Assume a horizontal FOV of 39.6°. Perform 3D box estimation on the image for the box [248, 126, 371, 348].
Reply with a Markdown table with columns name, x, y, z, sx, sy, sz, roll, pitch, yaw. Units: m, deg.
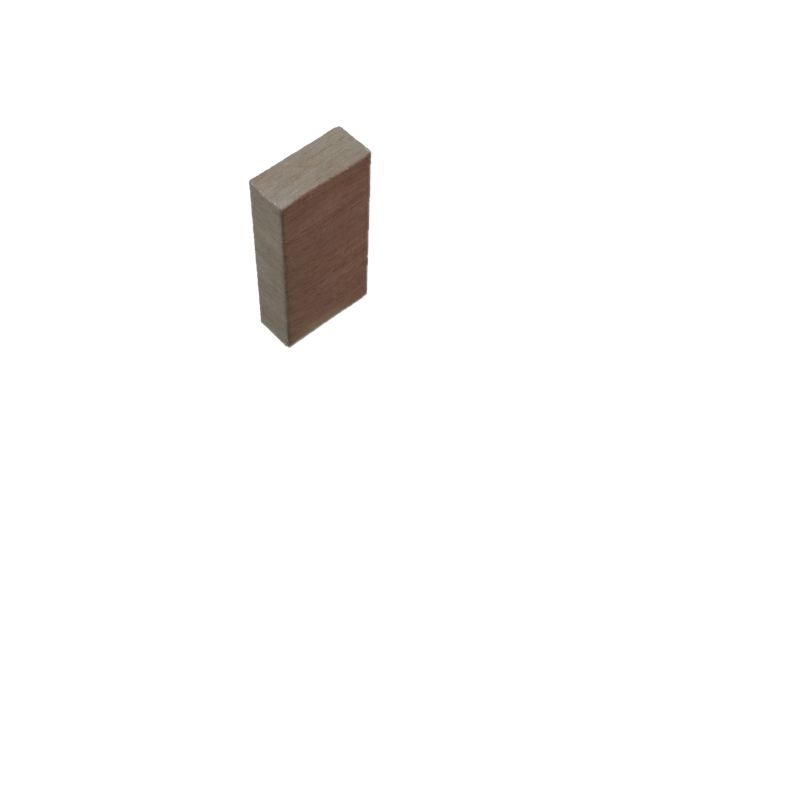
| name | x | y | z | sx | sy | sz | roll | pitch | yaw |
| --- | --- | --- | --- | --- | --- | --- | --- | --- | --- |
| box | -0.070 | -0.127 | 0.893 | 0.094 | 0.051 | 0.165 | -37 | -24 | -24 |
